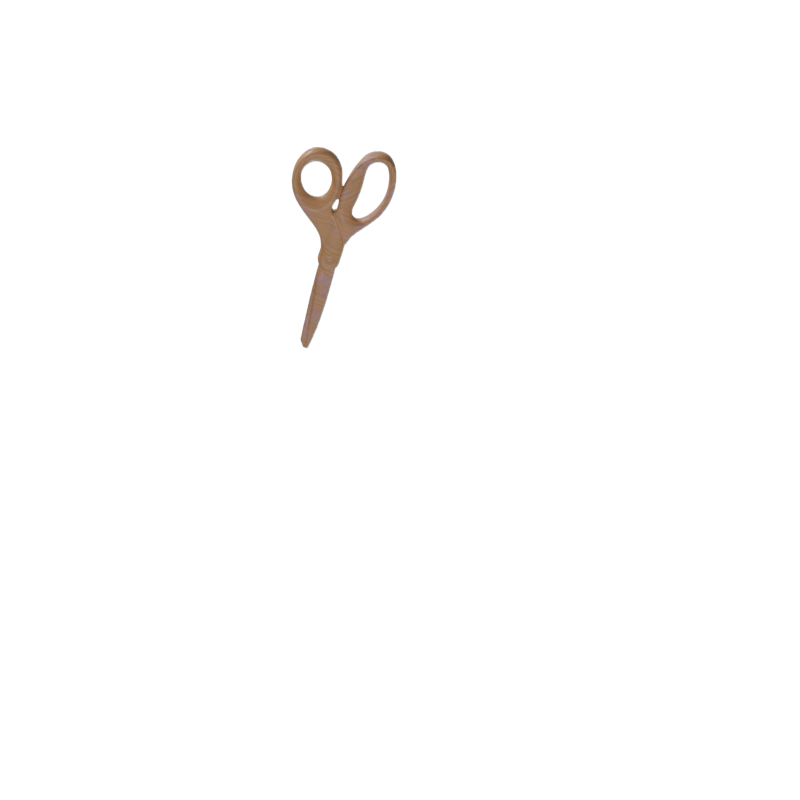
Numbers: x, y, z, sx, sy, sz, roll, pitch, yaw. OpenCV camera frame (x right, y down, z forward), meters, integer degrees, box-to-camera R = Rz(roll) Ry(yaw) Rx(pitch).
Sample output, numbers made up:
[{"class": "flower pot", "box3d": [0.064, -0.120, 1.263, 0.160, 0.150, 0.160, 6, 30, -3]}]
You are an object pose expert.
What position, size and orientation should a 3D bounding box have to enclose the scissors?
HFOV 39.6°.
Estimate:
[{"class": "scissors", "box3d": [-0.075, -0.137, 0.963, 0.093, 0.196, 0.017, 27, 27, -15]}]
